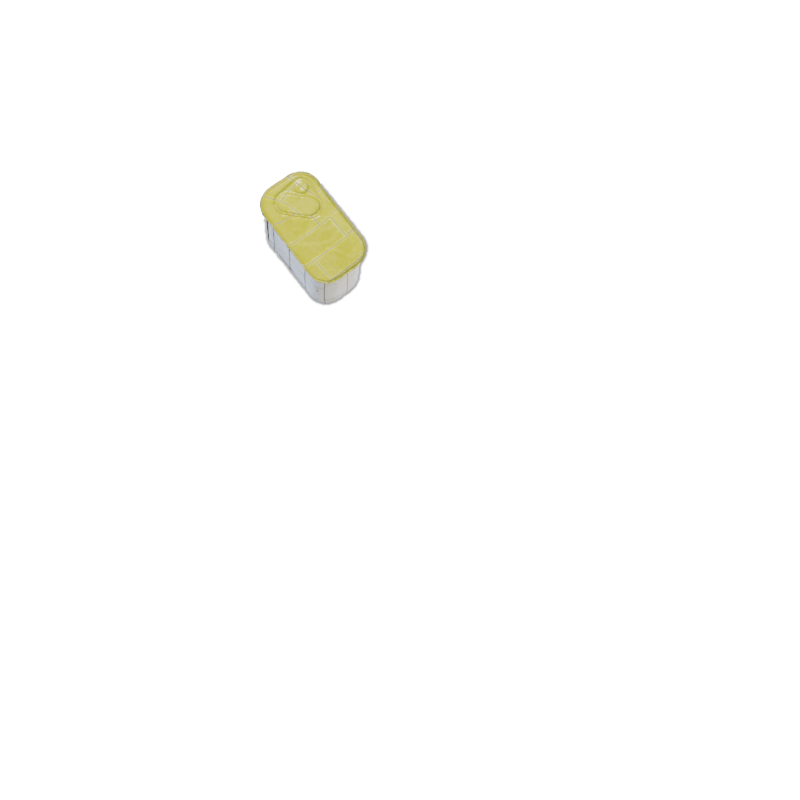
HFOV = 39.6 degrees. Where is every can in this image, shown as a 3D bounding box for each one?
[{"bbox_3d":[-0.077,-0.140,0.980,0.058,0.106,0.081,-36,-12,-10],"label":"can"}]
